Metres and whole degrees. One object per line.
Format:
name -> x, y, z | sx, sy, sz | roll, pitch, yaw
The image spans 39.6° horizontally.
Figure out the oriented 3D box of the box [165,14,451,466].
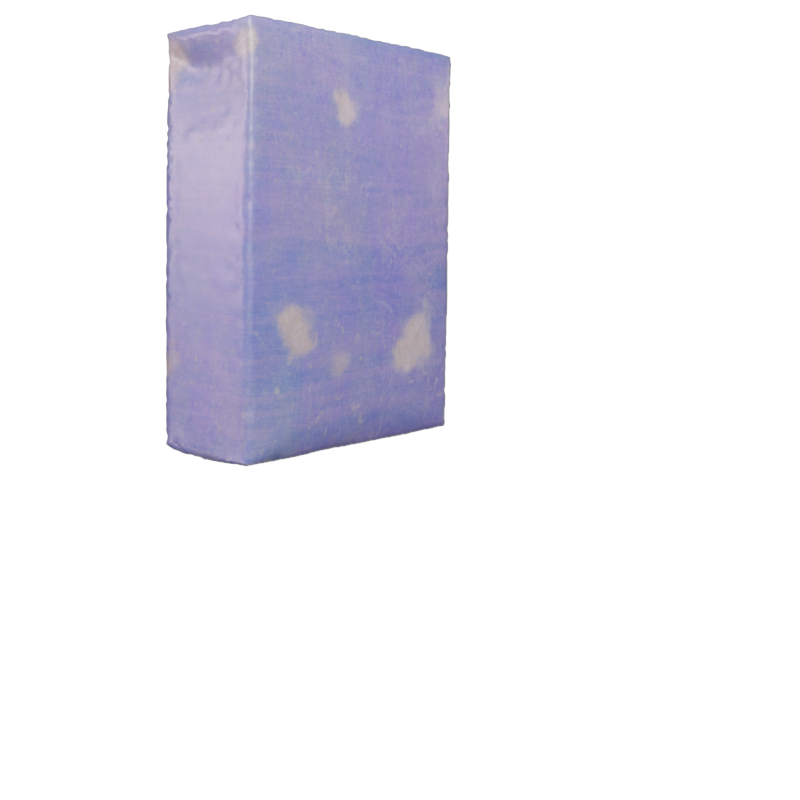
box -> -0.047, -0.085, 0.596 | 0.075, 0.213, 0.158 | 1, 3, 39
